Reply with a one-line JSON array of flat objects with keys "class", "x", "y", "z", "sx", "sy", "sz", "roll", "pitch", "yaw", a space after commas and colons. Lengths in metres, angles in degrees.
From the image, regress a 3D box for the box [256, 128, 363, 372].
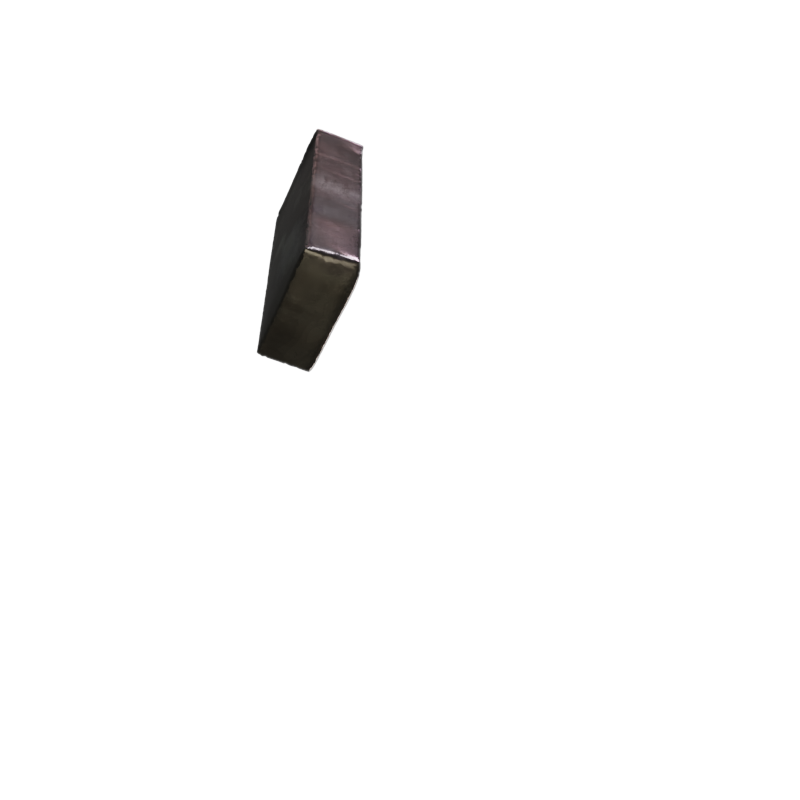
[{"class": "box", "x": -0.062, "y": -0.112, "z": 0.788, "sx": 0.047, "sy": 0.090, "sz": 0.188, "roll": 18, "pitch": 33, "yaw": -17}]
